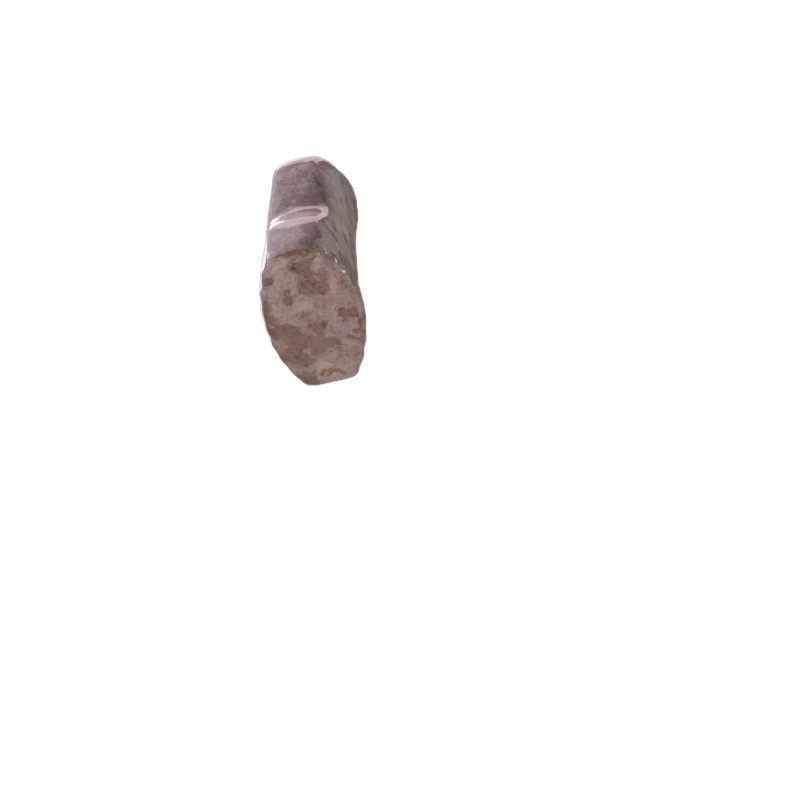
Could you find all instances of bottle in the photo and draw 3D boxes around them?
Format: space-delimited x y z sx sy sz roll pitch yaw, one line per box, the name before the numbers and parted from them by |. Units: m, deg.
bottle | -0.055 -0.101 0.708 0.059 0.090 0.204 -14 33 6
